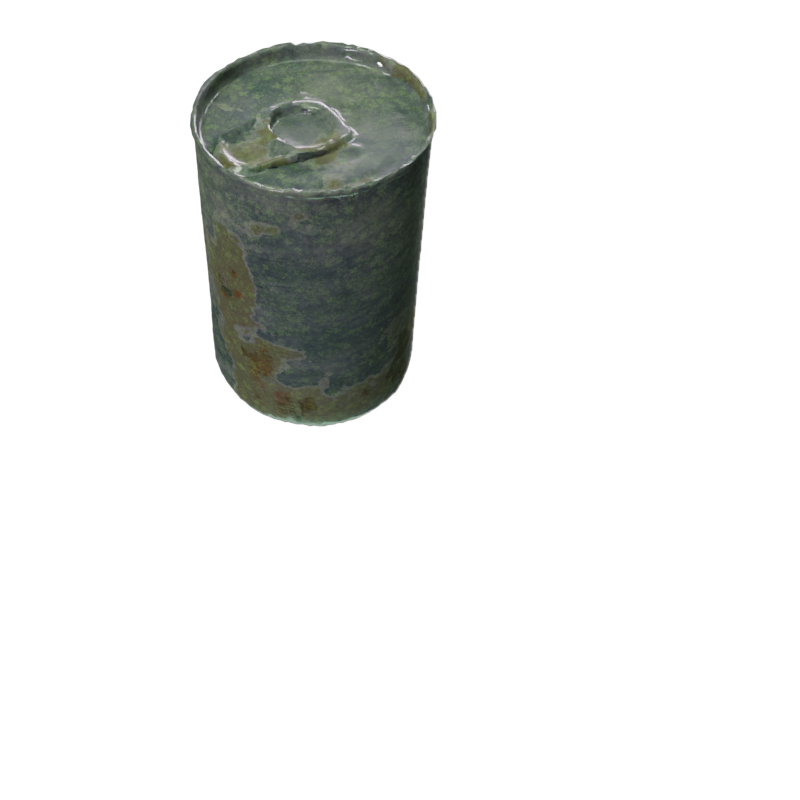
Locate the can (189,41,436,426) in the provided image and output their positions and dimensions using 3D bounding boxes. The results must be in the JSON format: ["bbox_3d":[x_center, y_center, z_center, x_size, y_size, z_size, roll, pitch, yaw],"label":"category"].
[{"bbox_3d":[-0.027,-0.049,0.340,0.068,0.074,0.095,0,-42,-3],"label":"can"}]
